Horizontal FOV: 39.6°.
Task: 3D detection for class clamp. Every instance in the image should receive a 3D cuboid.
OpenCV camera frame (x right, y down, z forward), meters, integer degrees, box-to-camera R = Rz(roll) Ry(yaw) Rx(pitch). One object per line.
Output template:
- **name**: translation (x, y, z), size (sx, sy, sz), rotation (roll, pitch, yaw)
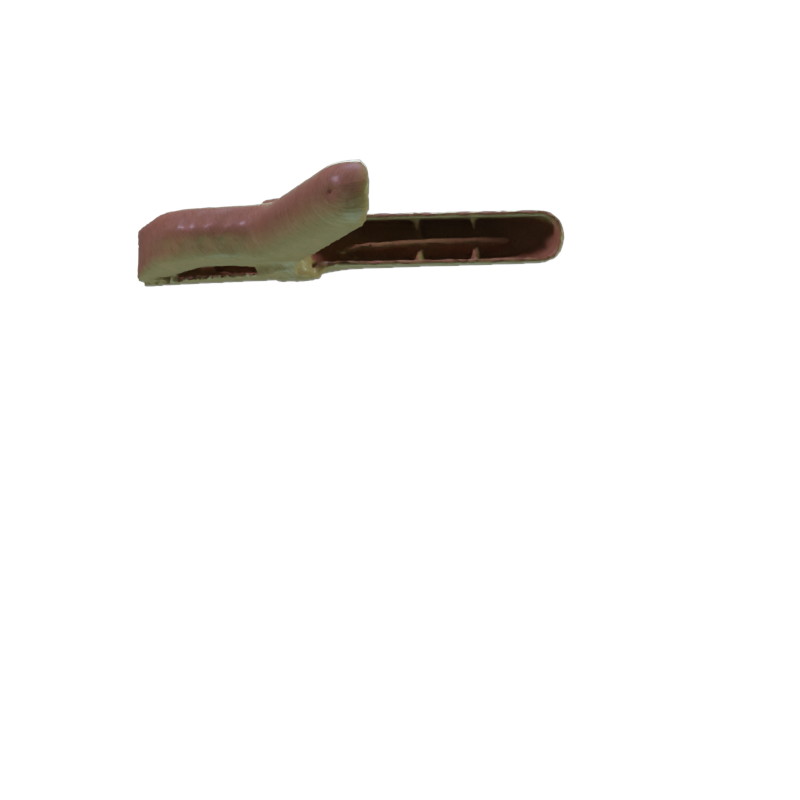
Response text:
- **clamp**: translation (-0.041, -0.074, 0.522), size (0.217, 0.037, 0.157), rotation (-1, -2, 44)
